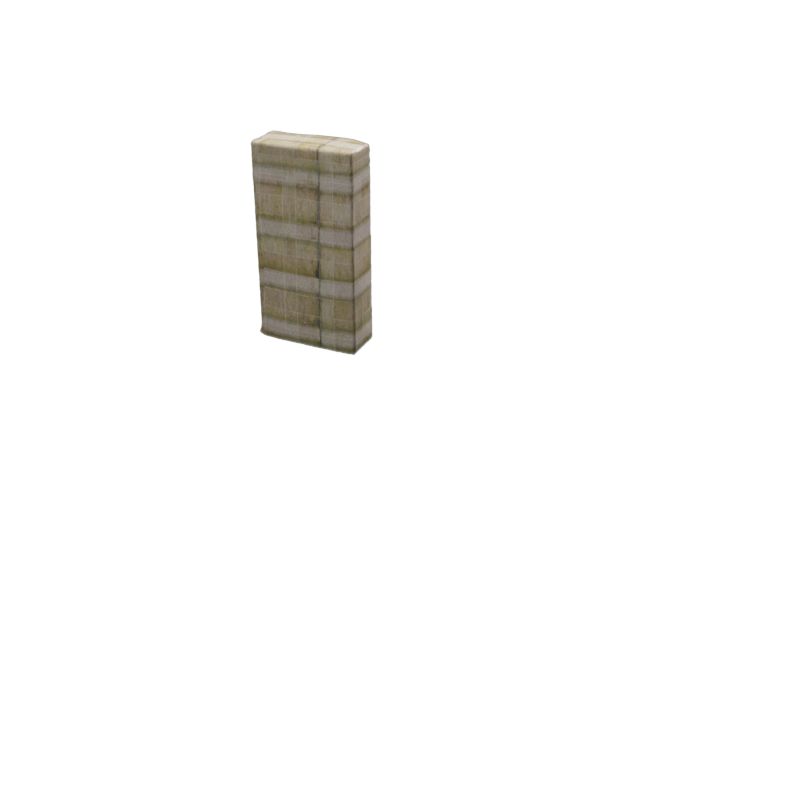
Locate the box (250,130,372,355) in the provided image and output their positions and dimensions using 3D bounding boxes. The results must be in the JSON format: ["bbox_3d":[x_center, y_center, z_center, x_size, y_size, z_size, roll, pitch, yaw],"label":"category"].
[{"bbox_3d":[-0.072,-0.132,0.923,0.097,0.168,0.048,12,23,24],"label":"box"}]
